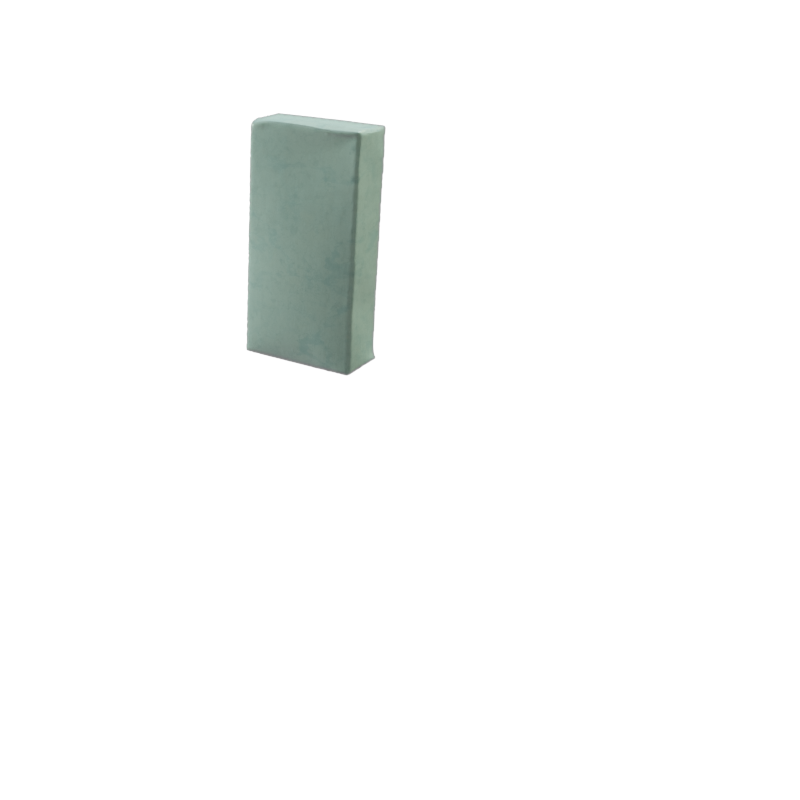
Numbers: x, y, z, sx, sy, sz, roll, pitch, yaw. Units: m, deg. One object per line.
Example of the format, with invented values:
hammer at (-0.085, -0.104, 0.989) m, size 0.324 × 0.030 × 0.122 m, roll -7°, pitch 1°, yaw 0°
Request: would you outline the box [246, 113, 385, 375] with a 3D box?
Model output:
box at (-0.063, -0.115, 0.803) m, size 0.097 × 0.170 × 0.048 m, roll 11°, pitch 20°, yaw 29°
